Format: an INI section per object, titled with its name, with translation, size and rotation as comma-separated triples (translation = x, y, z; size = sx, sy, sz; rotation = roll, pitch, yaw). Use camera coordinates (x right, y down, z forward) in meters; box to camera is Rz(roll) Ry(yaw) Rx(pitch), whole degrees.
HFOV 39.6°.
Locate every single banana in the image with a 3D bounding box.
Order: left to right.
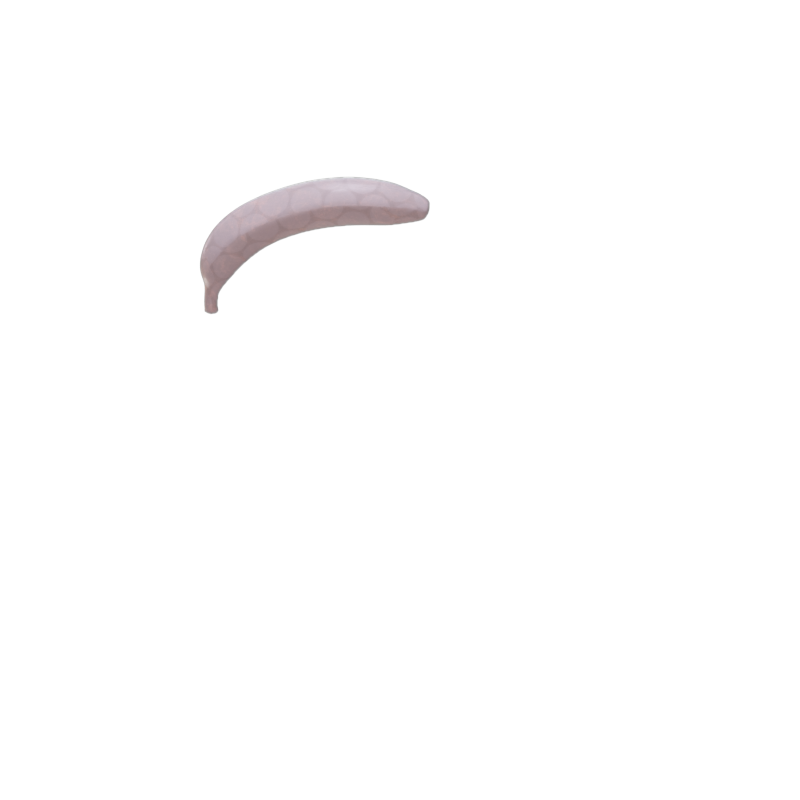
[banana]
translation = -0.079, -0.133, 0.850
size = 0.198, 0.065, 0.039
rotation = -21, 35, 15
